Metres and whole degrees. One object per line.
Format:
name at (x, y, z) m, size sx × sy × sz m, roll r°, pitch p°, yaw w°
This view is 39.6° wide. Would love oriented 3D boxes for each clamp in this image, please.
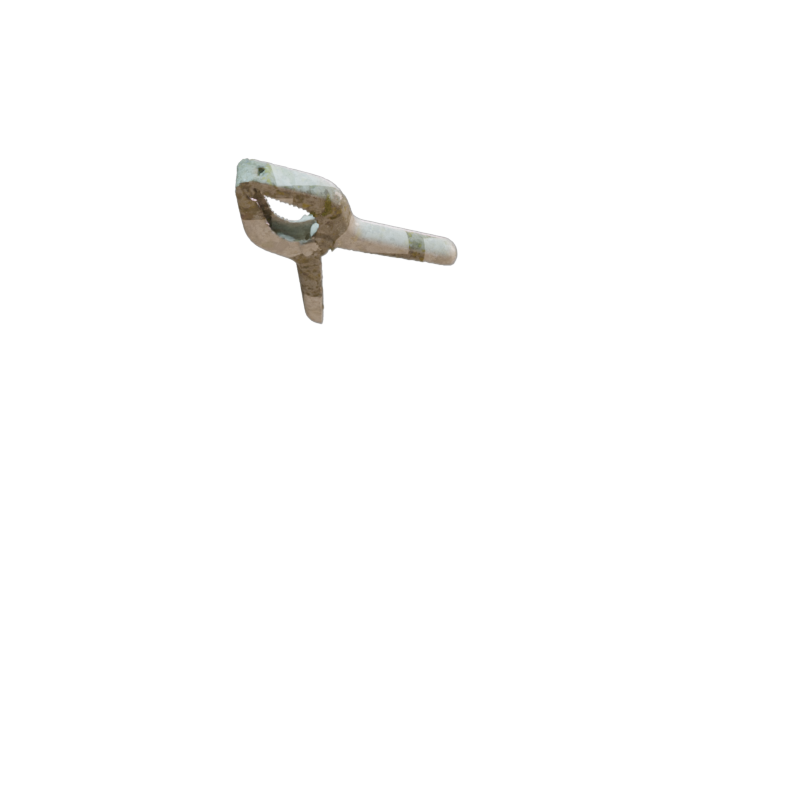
clamp at (-0.076, -0.139, 0.971) m, size 0.164 × 0.039 × 0.197 m, roll -30°, pitch -44°, yaw 35°
